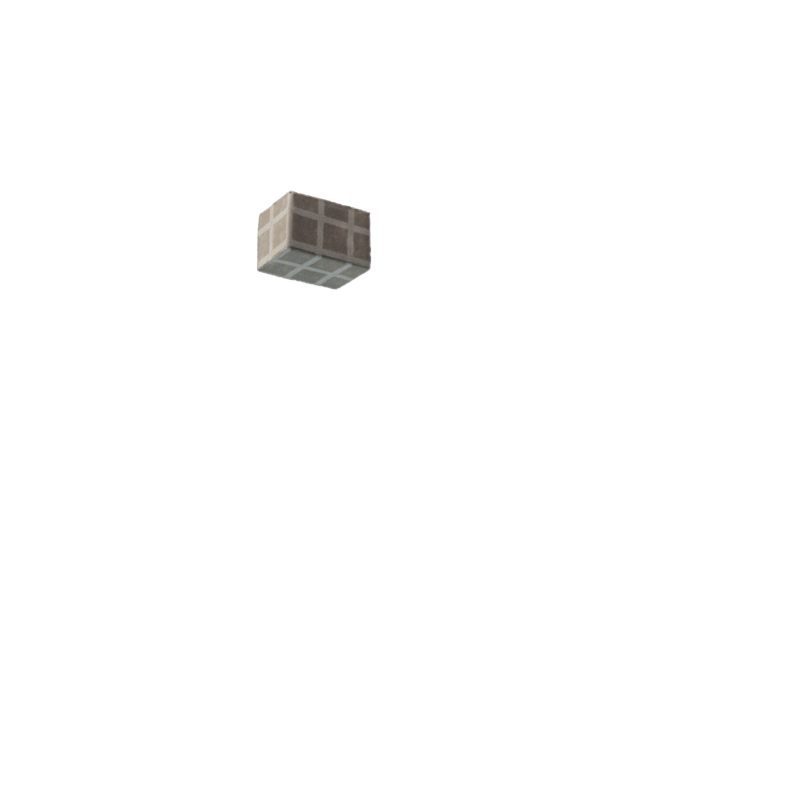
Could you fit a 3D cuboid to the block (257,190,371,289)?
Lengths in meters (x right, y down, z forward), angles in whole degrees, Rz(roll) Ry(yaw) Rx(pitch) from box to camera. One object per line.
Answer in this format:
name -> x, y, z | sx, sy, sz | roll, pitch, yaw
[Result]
block -> -0.069, -0.126, 0.884 | 0.074, 0.054, 0.053 | 12, -24, -31
